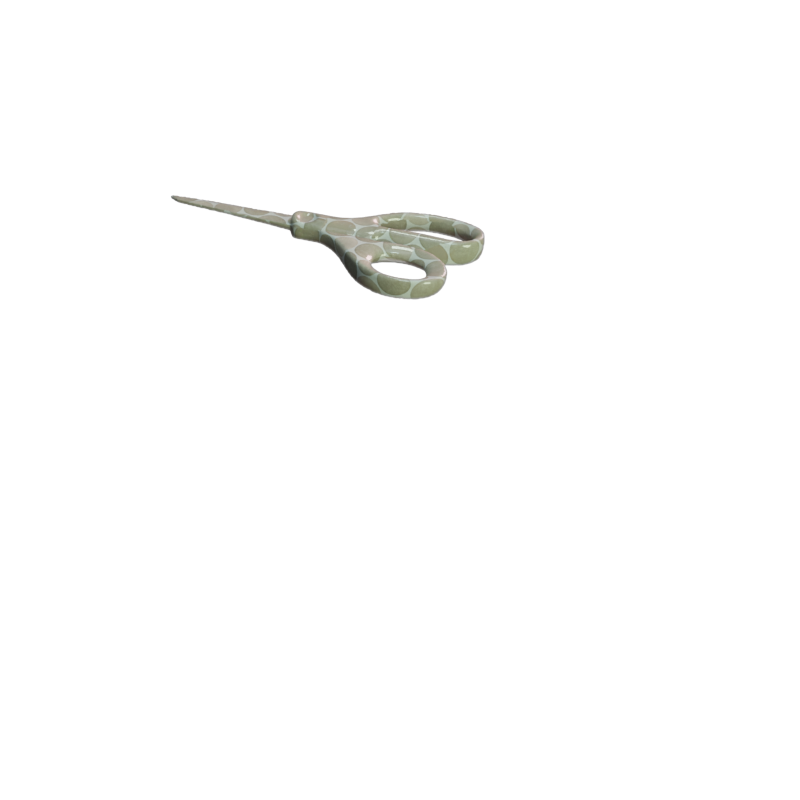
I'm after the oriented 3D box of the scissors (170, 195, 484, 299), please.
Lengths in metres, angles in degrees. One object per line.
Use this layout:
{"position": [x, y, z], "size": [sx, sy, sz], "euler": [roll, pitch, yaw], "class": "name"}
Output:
{"position": [-0.052, -0.095, 0.664], "size": [0.204, 0.015, 0.101], "euler": [5, 34, 8], "class": "scissors"}
